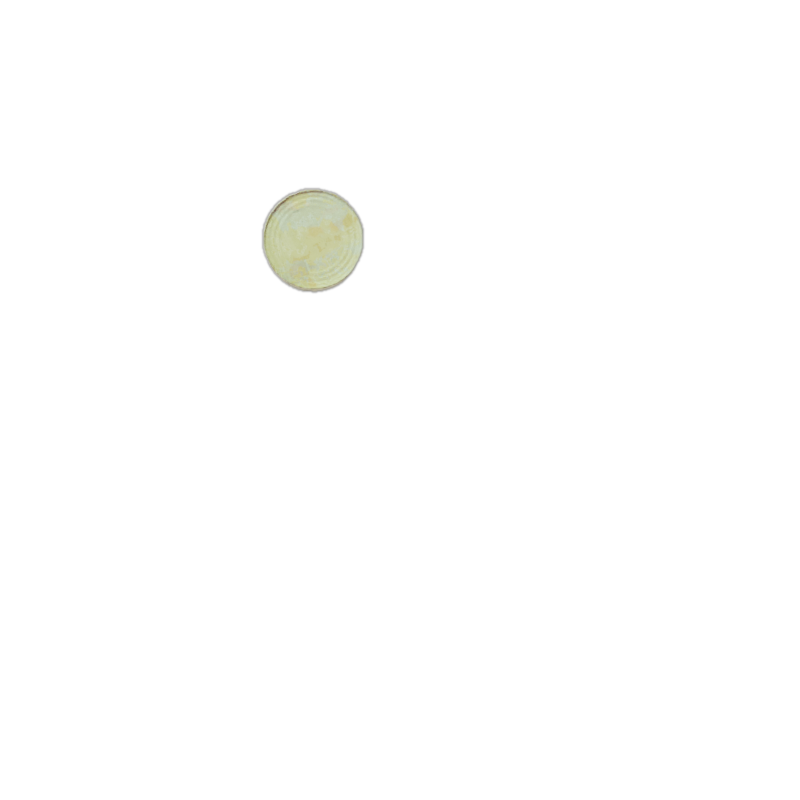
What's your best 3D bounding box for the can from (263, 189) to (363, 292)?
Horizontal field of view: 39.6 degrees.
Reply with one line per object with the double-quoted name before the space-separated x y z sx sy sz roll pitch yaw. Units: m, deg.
"can" -0.075 -0.136 0.955 0.086 0.088 0.033 0 -8 -1
